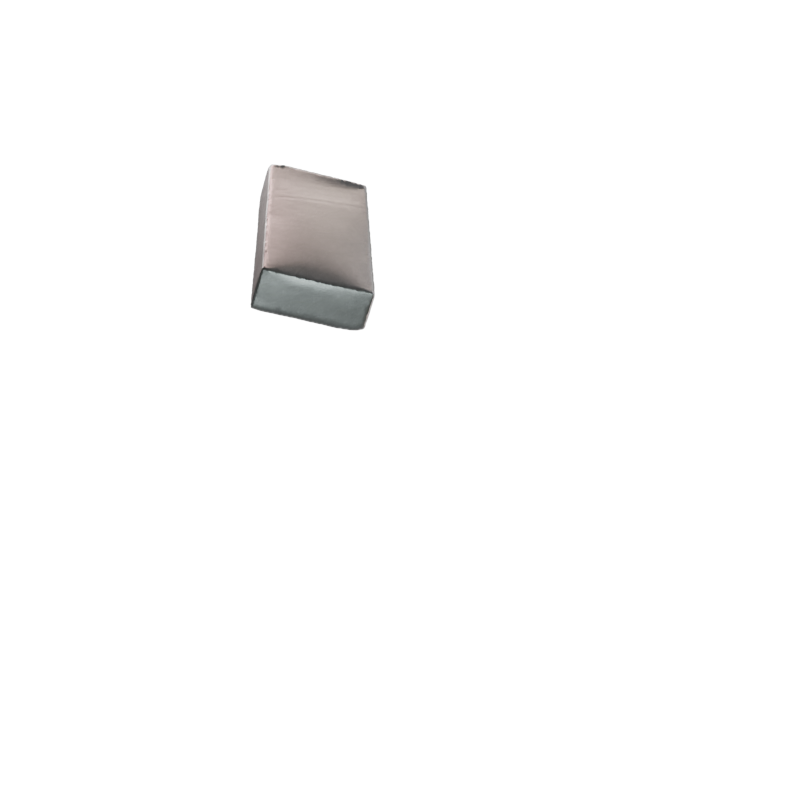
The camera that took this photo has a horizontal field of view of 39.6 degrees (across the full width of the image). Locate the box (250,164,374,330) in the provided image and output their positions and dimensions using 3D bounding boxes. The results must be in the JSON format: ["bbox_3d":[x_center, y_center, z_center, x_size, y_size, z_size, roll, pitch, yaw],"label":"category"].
[{"bbox_3d":[-0.073,-0.133,0.929,0.092,0.046,0.189,11,37,-12],"label":"box"}]
